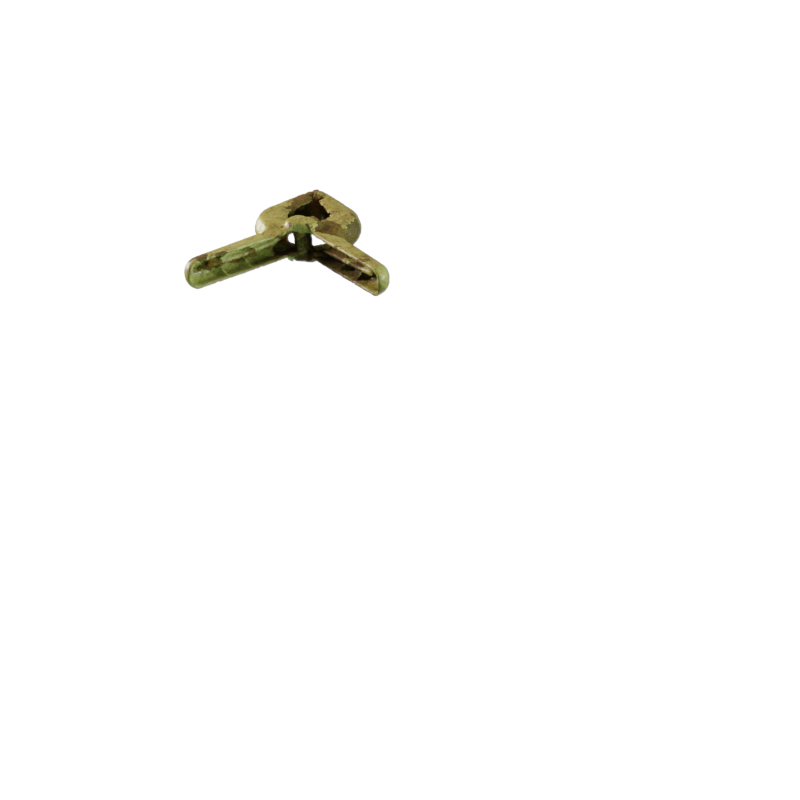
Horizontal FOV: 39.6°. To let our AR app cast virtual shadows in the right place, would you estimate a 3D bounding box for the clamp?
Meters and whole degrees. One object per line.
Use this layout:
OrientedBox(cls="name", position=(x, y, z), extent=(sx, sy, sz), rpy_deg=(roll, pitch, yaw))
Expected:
OrientedBox(cls="clamp", position=(-0.075, -0.137, 0.960), extent=(0.168, 0.035, 0.217), rpy_deg=(6, 27, 11))
